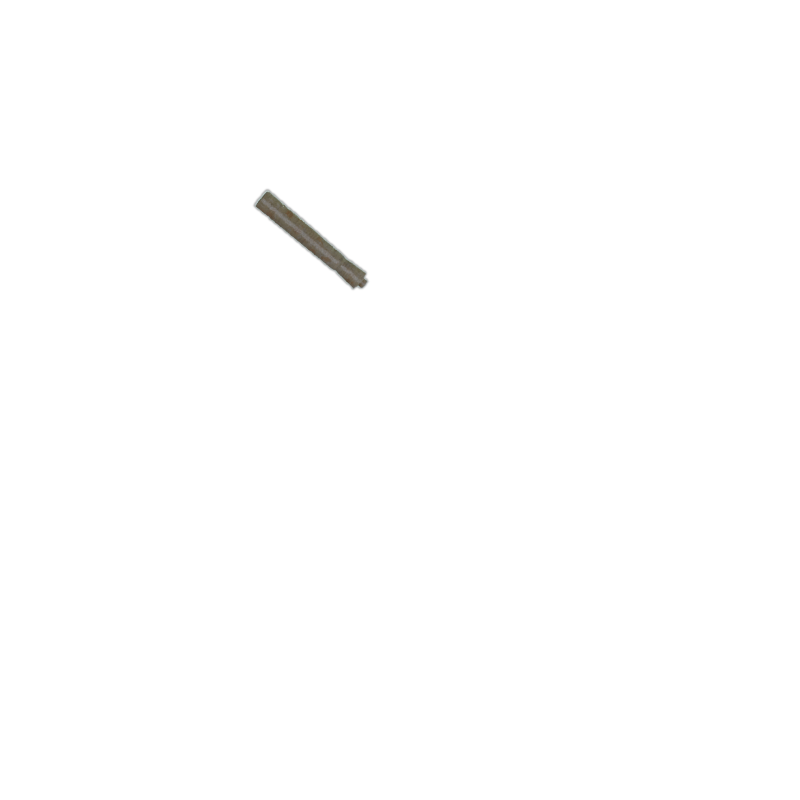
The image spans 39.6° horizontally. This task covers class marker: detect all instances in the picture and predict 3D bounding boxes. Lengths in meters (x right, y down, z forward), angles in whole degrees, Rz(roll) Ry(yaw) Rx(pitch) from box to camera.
[{"bbox_3d":[-0.077,-0.140,0.980,0.119,0.020,0.020,39,-4,-7],"label":"marker"}]
